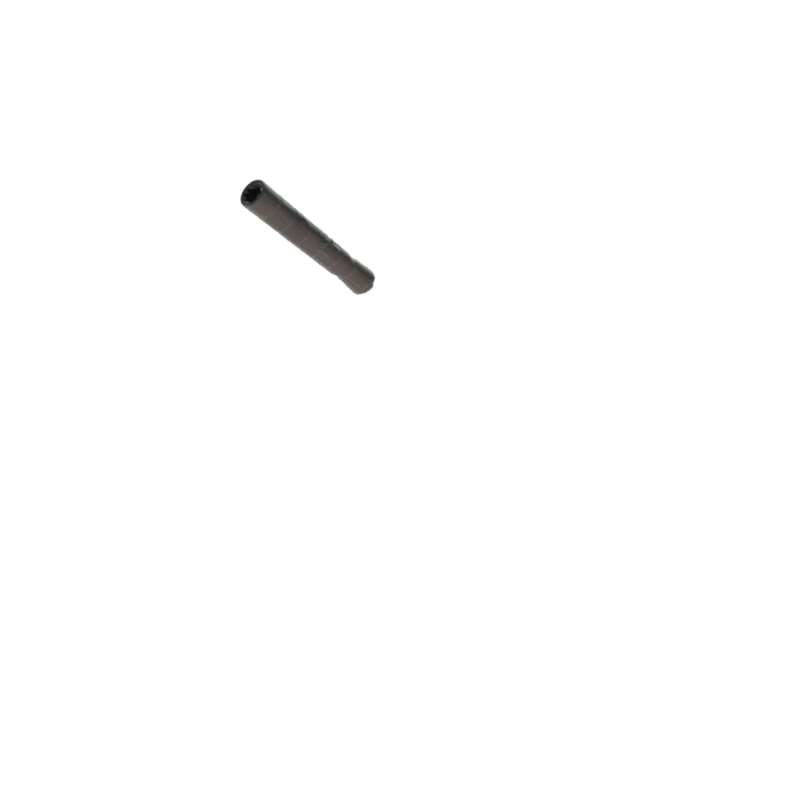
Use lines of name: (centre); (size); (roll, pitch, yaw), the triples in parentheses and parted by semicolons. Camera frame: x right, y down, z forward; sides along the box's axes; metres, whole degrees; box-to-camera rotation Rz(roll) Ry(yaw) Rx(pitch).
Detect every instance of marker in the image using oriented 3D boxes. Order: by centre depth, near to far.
marker: (-0.054, -0.098, 0.688); (0.021, 0.020, 0.112); (3, -23, 41)
